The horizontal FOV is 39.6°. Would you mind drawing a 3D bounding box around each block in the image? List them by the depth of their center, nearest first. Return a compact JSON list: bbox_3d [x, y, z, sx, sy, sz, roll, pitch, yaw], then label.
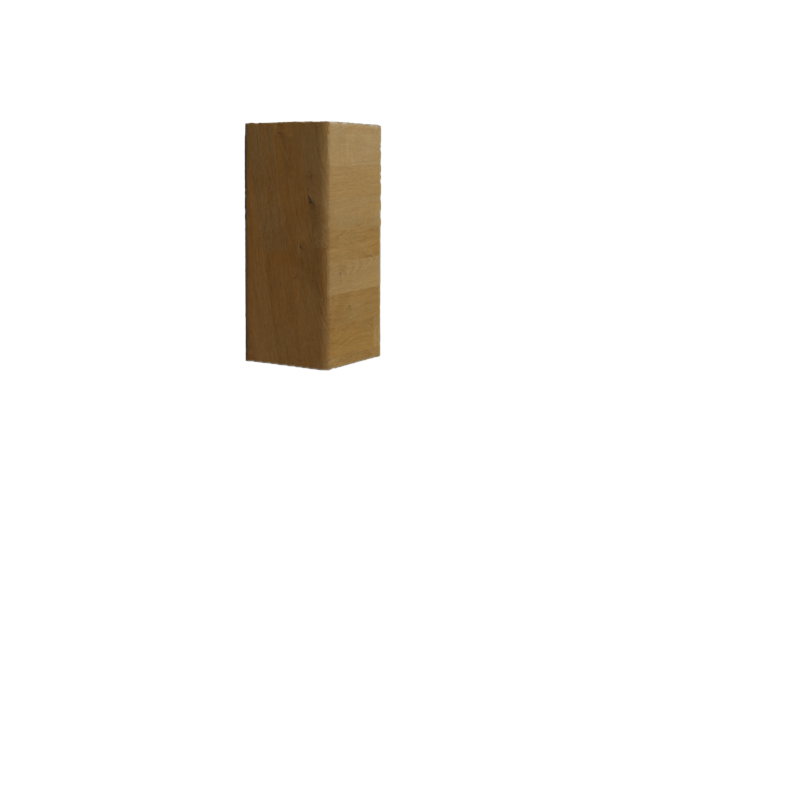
[{"bbox_3d":[-0.076,-0.139,0.971,0.094,0.204,0.088,4,6,31],"label":"block"}]
